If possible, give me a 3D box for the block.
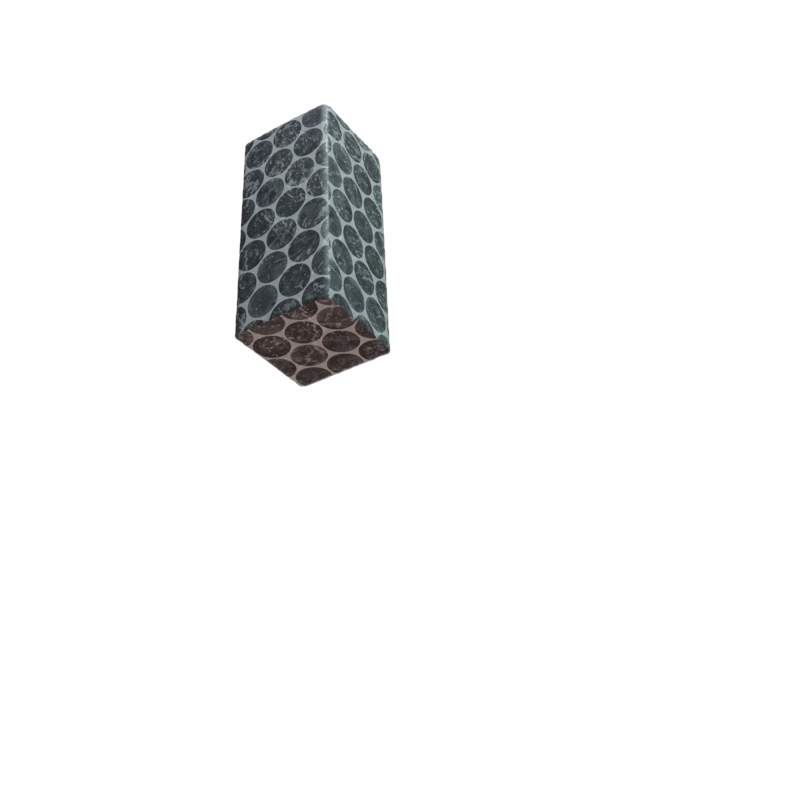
[{"bbox_3d":[-0.071,-0.131,0.916,0.091,0.221,0.084,-23,-41,25],"label":"block"}]
